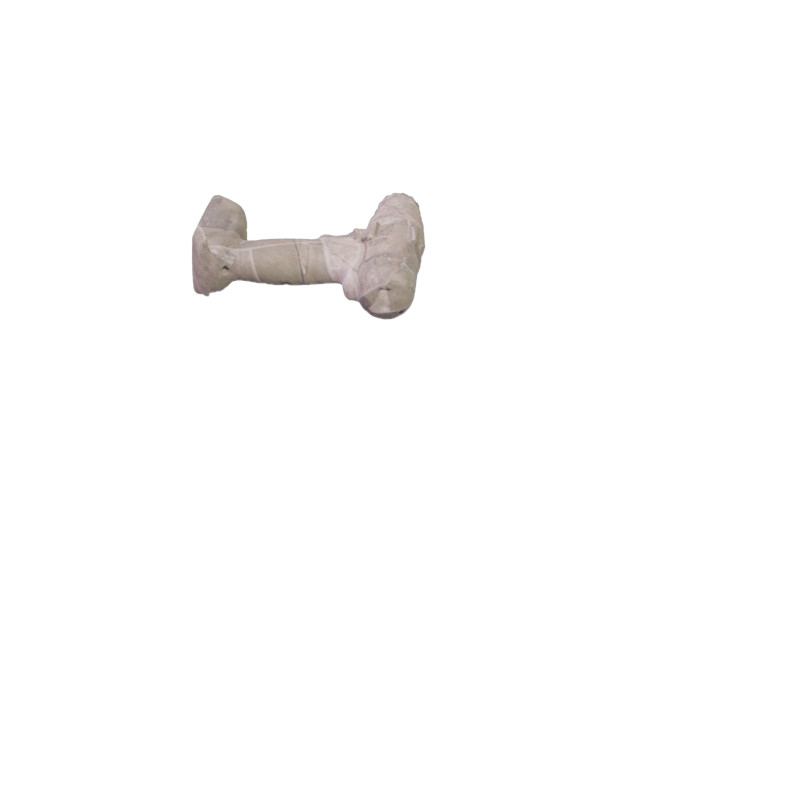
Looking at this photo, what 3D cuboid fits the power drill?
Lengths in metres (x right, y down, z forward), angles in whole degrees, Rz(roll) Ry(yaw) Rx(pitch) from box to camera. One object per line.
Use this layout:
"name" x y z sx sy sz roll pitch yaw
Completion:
"power drill" -0.073 -0.134 0.936 0.189 0.054 0.194 3 30 5
